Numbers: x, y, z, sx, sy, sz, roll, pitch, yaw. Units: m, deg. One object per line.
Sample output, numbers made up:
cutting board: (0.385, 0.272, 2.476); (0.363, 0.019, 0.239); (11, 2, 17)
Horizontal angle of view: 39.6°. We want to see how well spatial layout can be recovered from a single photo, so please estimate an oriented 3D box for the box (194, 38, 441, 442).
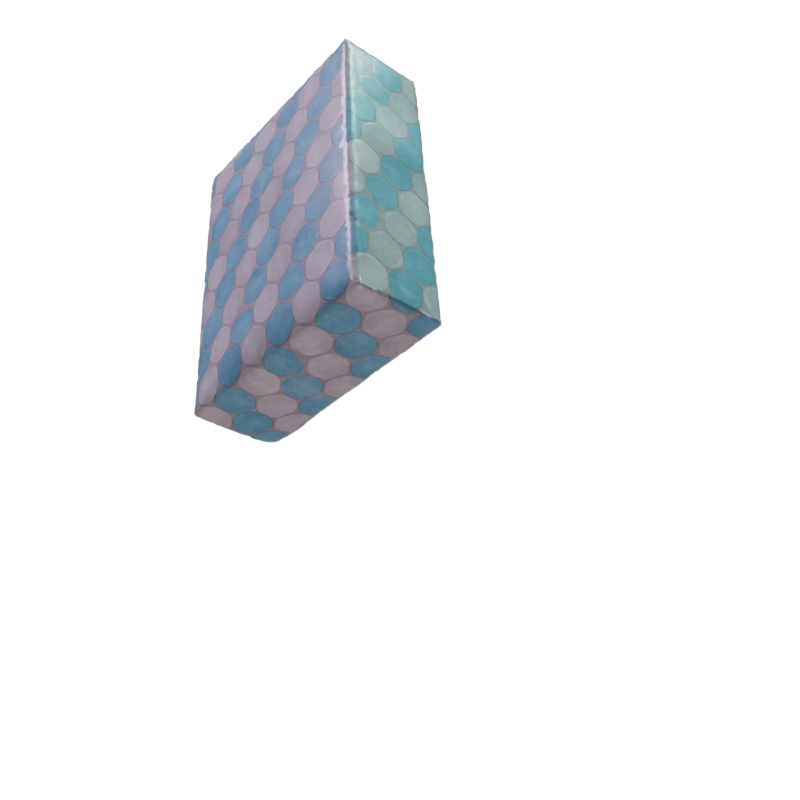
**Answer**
box: (-0.056, -0.103, 0.721); (0.068, 0.229, 0.162); (27, -47, -32)
